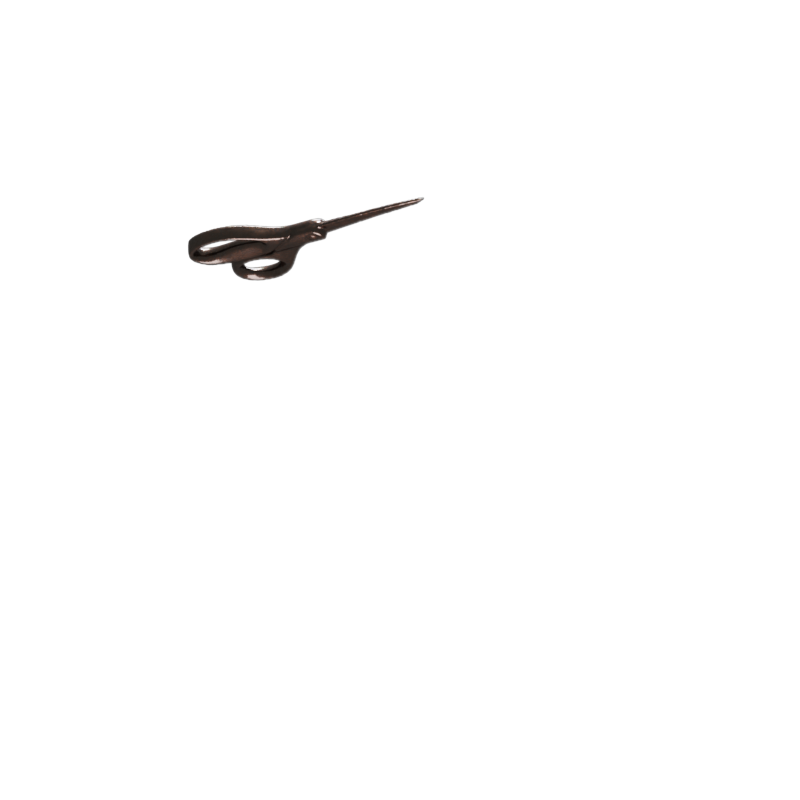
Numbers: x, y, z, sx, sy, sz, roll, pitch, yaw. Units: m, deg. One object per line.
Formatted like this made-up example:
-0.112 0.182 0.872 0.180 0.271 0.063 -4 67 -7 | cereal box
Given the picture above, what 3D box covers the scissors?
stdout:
-0.069 -0.125 0.878 0.205 0.016 0.090 -5 -18 17 | scissors
